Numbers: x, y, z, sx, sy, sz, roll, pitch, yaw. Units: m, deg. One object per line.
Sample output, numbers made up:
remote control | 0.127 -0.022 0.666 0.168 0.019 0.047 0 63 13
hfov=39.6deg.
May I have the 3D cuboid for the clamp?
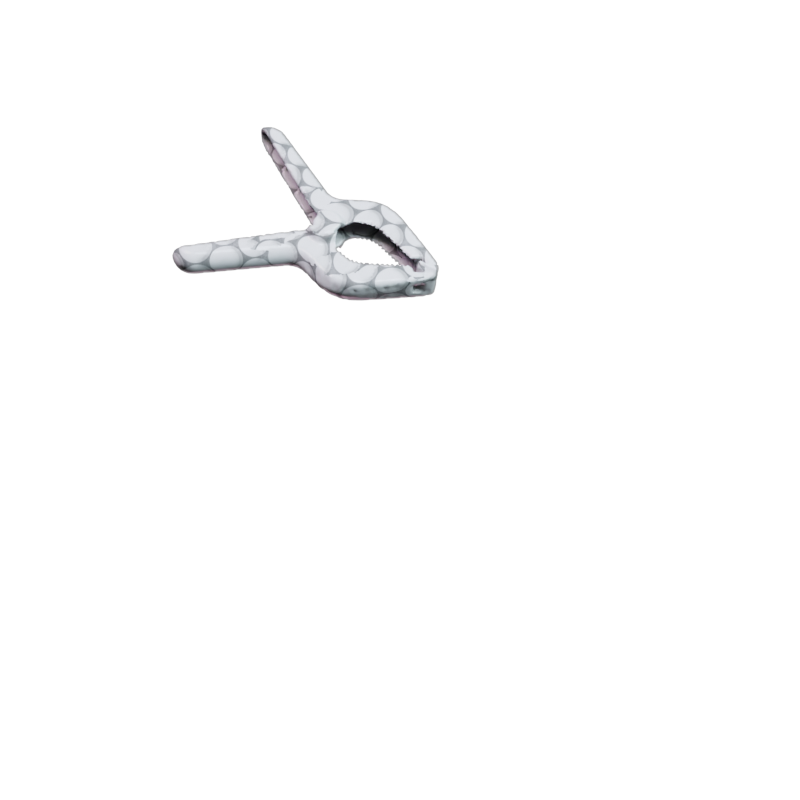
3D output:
clamp | -0.072 -0.131 0.919 0.218 0.169 0.034 29 -28 17
